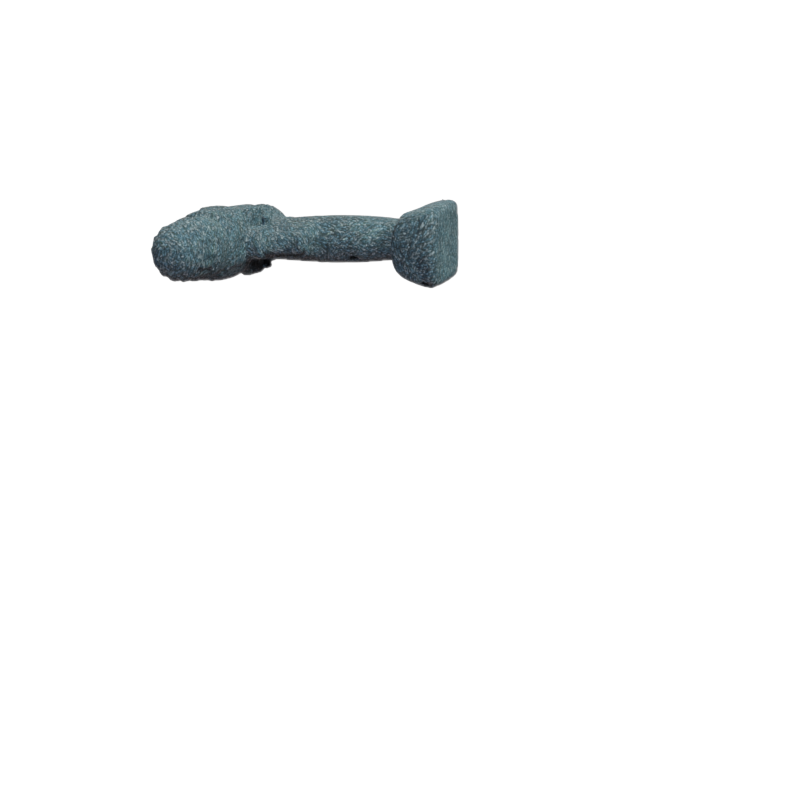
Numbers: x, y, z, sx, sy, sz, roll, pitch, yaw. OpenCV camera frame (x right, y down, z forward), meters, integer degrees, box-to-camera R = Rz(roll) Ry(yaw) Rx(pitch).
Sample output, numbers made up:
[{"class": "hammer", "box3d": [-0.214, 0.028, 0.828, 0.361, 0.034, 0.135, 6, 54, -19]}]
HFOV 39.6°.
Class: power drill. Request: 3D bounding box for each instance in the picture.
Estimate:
[{"class": "power drill", "box3d": [-0.060, -0.110, 0.772, 0.192, 0.056, 0.185, 4, 15, 15]}]
